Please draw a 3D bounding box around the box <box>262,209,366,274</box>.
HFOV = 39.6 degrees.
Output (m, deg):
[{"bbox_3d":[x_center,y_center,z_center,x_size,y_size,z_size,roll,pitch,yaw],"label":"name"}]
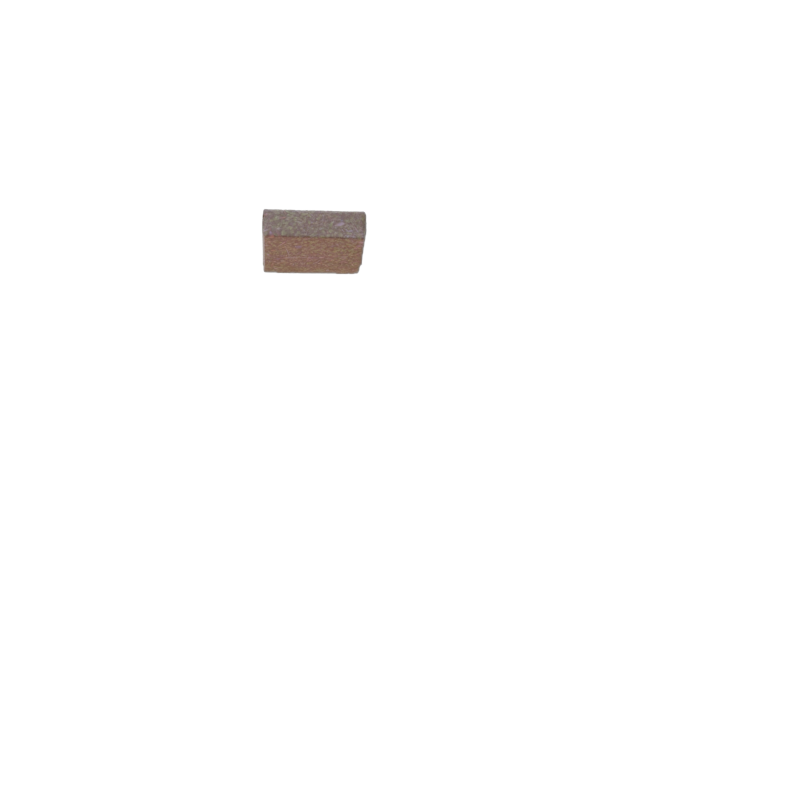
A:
[{"bbox_3d":[-0.076,-0.138,0.969,0.089,0.032,0.070,1,-20,-3],"label":"box"}]
